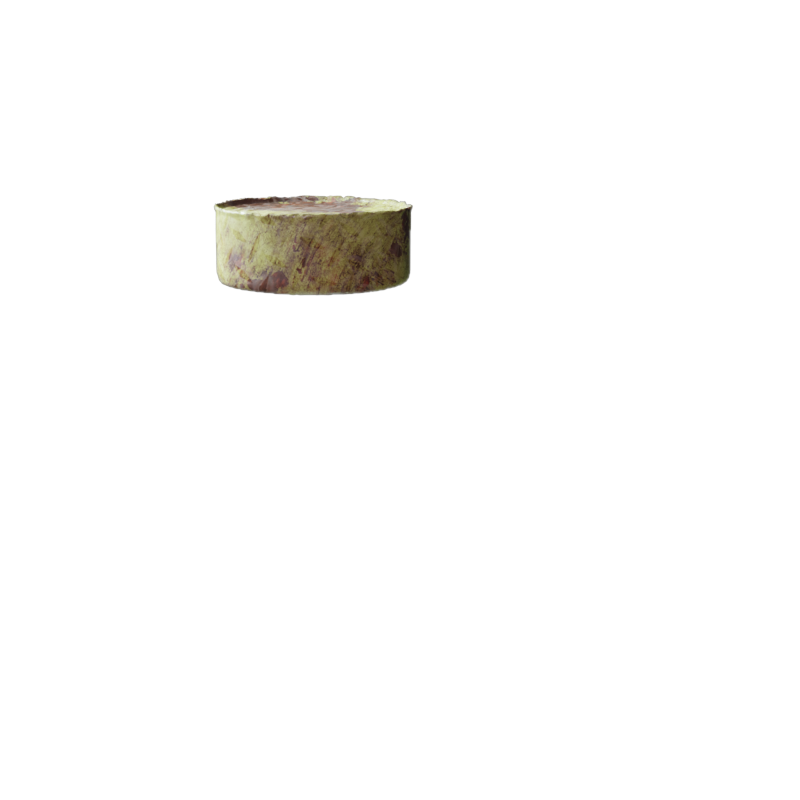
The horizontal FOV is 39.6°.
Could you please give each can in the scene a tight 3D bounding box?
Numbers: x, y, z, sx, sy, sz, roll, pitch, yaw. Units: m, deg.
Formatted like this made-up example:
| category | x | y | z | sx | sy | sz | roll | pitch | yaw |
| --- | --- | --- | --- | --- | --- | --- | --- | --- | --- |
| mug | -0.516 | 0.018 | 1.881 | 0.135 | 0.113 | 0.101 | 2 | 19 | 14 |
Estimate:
| category | x | y | z | sx | sy | sz | roll | pitch | yaw |
| --- | --- | --- | --- | --- | --- | --- | --- | --- | --- |
| can | -0.038 | -0.069 | 0.481 | 0.086 | 0.033 | 0.088 | 0 | 14 | -2 |
